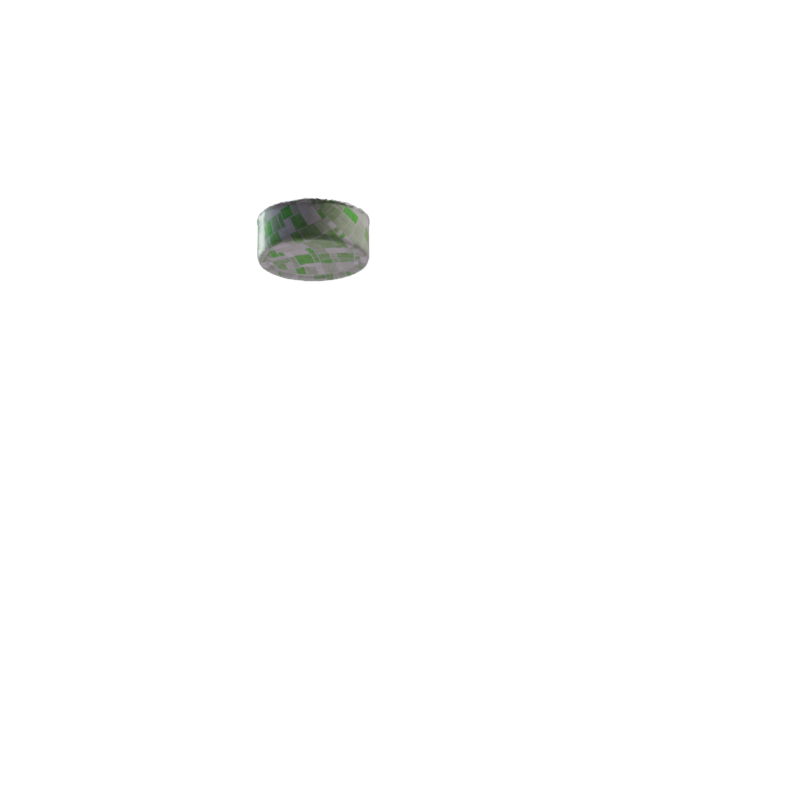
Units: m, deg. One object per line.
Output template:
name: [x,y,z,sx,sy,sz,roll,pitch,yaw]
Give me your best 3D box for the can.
can: [-0.065,-0.119,0.836,0.086,0.035,0.082,0,-17,-2]
